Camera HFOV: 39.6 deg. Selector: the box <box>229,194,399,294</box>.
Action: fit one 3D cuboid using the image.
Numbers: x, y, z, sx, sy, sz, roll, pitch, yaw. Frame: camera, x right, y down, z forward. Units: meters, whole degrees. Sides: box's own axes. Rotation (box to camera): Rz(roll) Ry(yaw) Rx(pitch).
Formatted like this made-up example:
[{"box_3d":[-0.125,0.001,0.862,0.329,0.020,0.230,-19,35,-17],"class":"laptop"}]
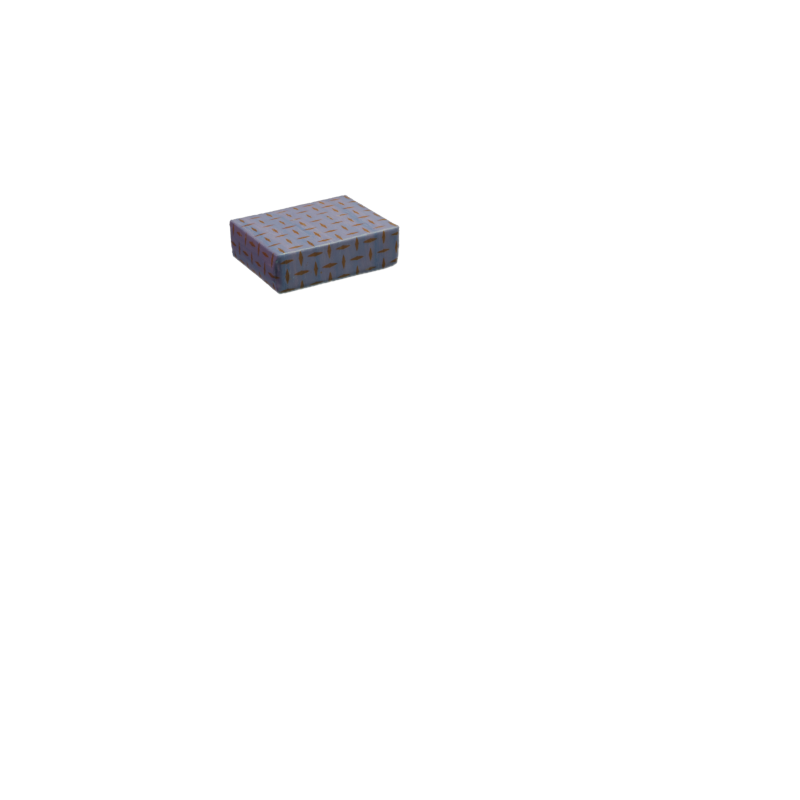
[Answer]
[{"box_3d":[-0.071,-0.129,0.902,0.111,0.037,0.096,-15,32,-26],"class":"box"}]
